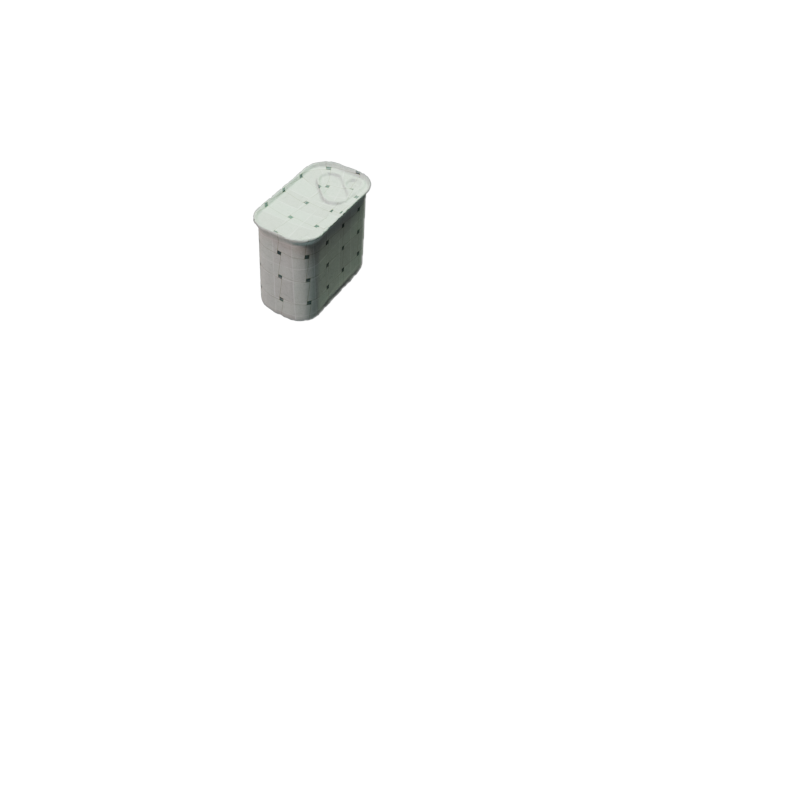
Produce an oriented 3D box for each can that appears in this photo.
[{"bbox_3d":[-0.068,-0.123,0.863,0.060,0.078,0.104,22,47,20],"label":"can"}]
